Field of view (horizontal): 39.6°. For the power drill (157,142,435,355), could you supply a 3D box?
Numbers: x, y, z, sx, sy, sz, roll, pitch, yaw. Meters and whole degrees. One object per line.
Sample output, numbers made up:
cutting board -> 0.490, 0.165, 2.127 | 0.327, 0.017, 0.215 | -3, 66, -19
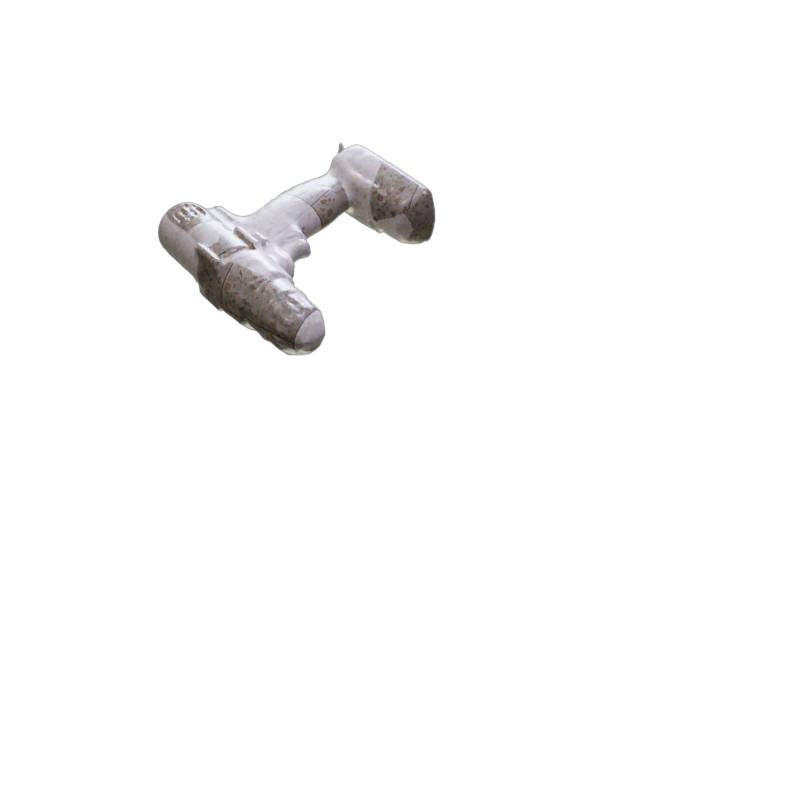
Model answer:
power drill -> -0.066, -0.121, 0.845 | 0.187, 0.053, 0.198 | -28, 49, -28
